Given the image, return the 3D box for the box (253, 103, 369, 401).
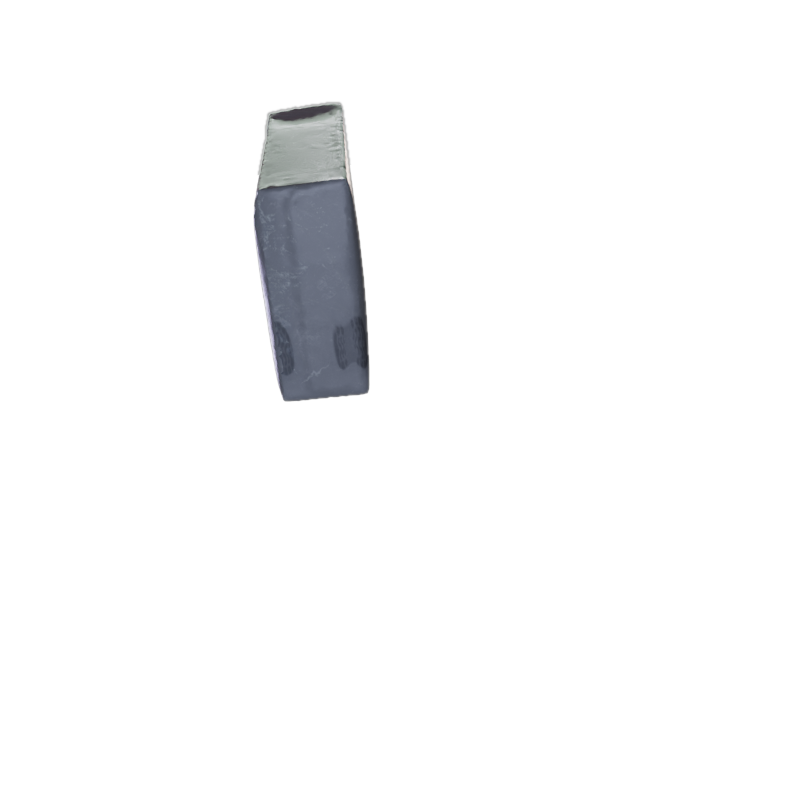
[{"bbox_3d":[-0.067,-0.123,0.859,0.072,0.155,0.226,-6,26,-1],"label":"box"}]
